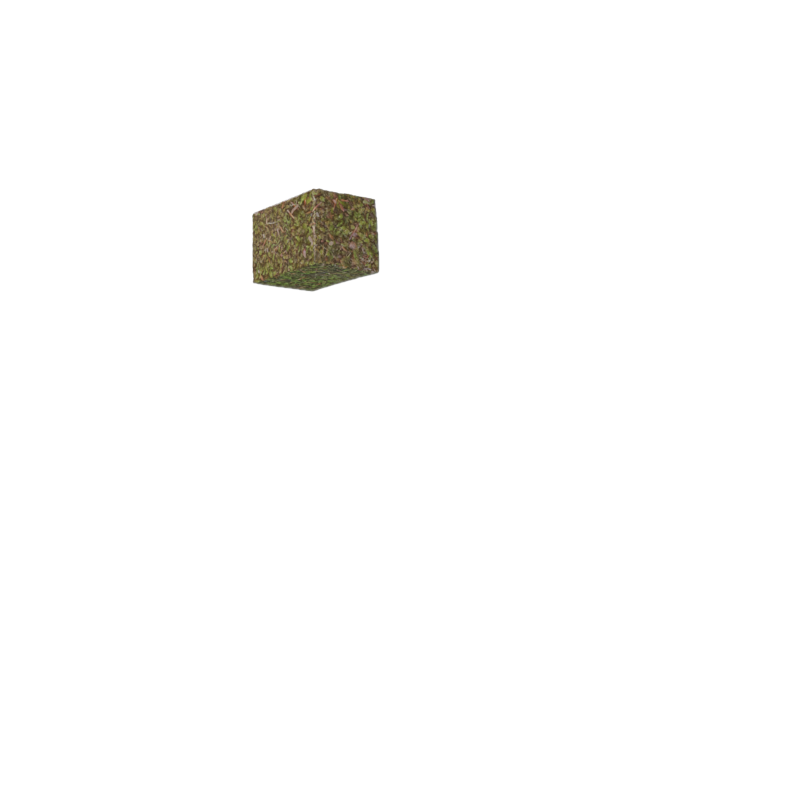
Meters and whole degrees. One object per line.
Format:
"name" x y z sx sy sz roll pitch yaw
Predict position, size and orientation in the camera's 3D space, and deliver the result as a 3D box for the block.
"block" -0.058 -0.106 0.744 0.050 0.053 0.080 7 -11 -38
